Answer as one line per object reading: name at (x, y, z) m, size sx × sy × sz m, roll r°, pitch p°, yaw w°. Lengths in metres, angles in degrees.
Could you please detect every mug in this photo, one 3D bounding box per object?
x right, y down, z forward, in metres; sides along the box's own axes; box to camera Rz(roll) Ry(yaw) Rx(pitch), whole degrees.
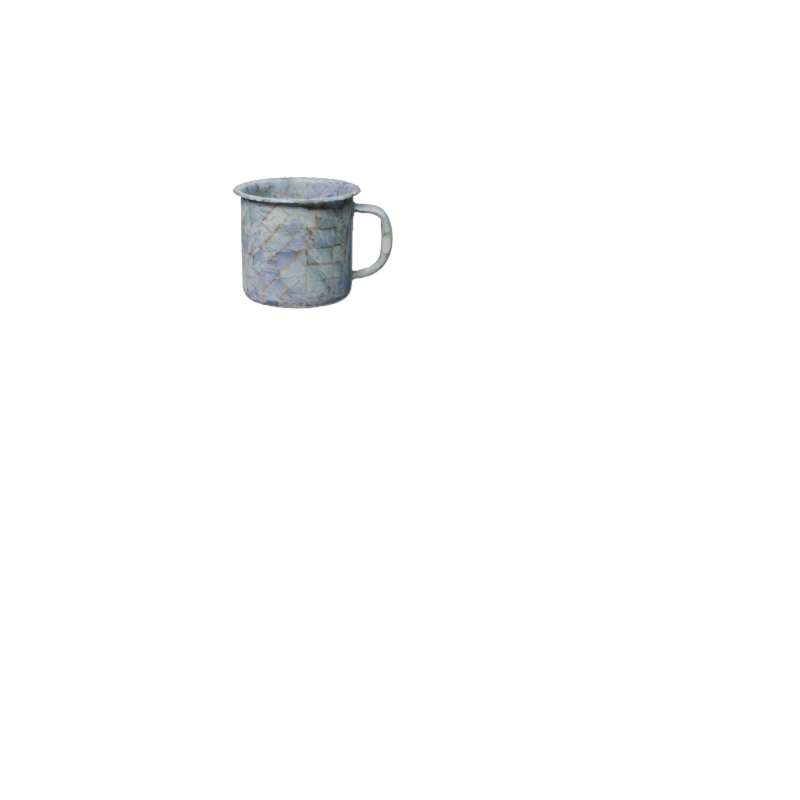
mug at (-0.064, -0.117, 0.817) m, size 0.116 × 0.079 × 0.097 m, roll -1°, pitch 18°, yaw -5°
